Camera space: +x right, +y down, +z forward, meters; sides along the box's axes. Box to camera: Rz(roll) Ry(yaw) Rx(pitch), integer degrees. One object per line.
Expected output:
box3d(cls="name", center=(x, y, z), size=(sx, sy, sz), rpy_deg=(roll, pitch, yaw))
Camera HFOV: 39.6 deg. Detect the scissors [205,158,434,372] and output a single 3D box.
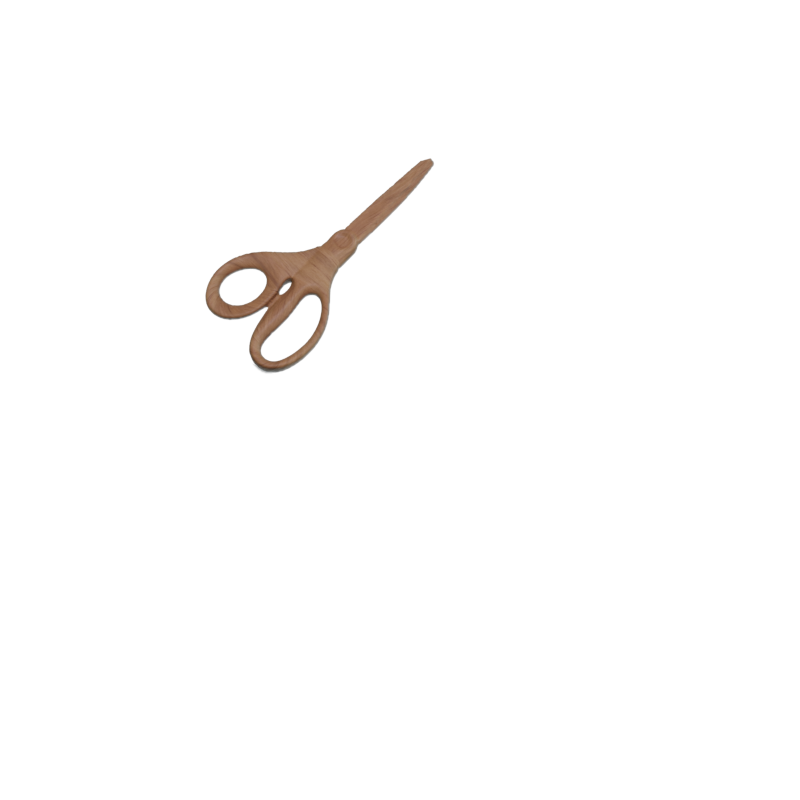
box3d(cls="scissors", center=(-0.061, -0.111, 0.780), size=(0.099, 0.208, 0.015), rpy_deg=(23, -25, 11))
